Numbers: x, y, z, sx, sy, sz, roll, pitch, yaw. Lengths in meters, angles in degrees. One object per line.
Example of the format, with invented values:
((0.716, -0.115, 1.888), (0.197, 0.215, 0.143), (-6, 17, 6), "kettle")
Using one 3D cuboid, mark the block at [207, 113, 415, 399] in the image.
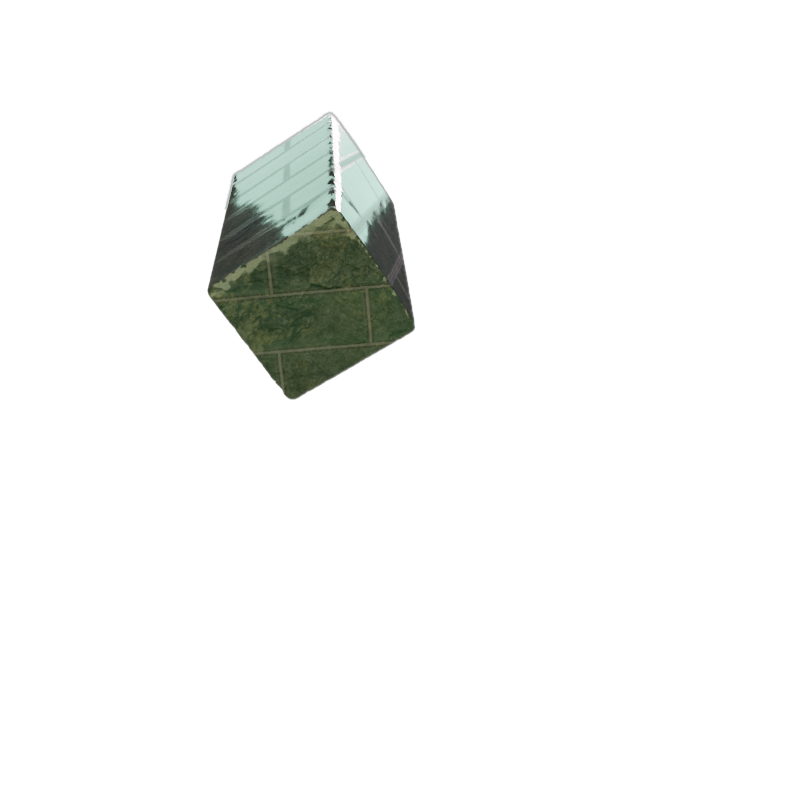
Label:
((-0.056, -0.103, 0.723), (0.090, 0.085, 0.218), (-30, 25, 12), "block")
